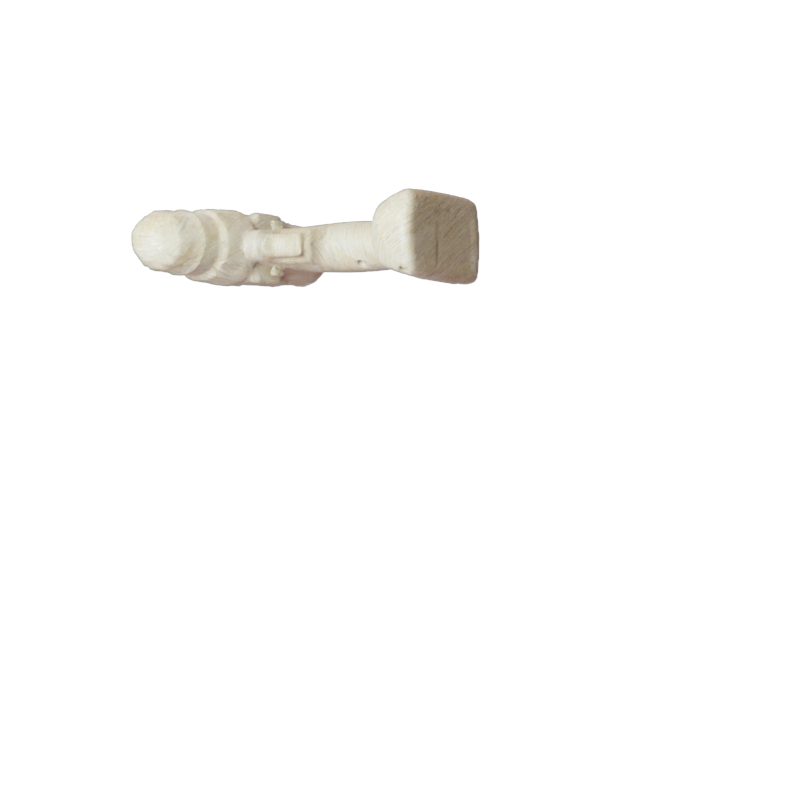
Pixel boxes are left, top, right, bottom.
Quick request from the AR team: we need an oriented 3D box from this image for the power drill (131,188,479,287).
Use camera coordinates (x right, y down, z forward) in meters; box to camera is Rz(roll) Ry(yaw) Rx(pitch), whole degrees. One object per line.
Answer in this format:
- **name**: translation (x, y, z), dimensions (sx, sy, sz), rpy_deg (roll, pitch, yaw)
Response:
- **power drill**: translation (-0.057, -0.104, 0.730), dimensions (0.194, 0.057, 0.178), rpy_deg (3, 5, 33)
